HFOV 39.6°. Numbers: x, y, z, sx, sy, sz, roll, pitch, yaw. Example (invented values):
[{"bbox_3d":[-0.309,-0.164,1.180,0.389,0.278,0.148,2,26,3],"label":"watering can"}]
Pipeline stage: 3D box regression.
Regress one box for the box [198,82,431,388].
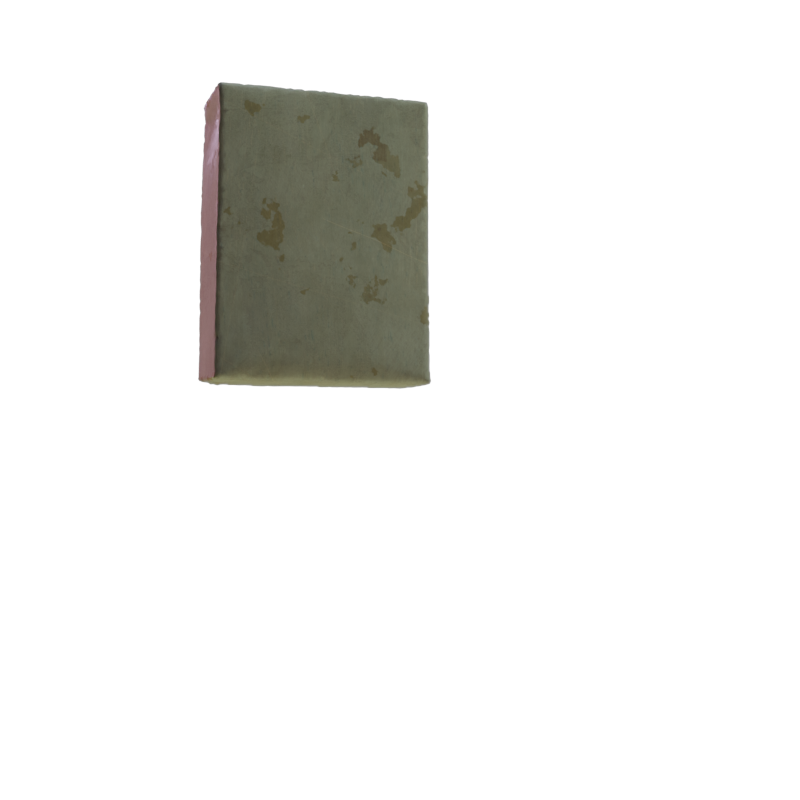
[{"bbox_3d":[-0.065,-0.118,0.825,0.160,0.219,0.072,2,-10,-18],"label":"box"}]
